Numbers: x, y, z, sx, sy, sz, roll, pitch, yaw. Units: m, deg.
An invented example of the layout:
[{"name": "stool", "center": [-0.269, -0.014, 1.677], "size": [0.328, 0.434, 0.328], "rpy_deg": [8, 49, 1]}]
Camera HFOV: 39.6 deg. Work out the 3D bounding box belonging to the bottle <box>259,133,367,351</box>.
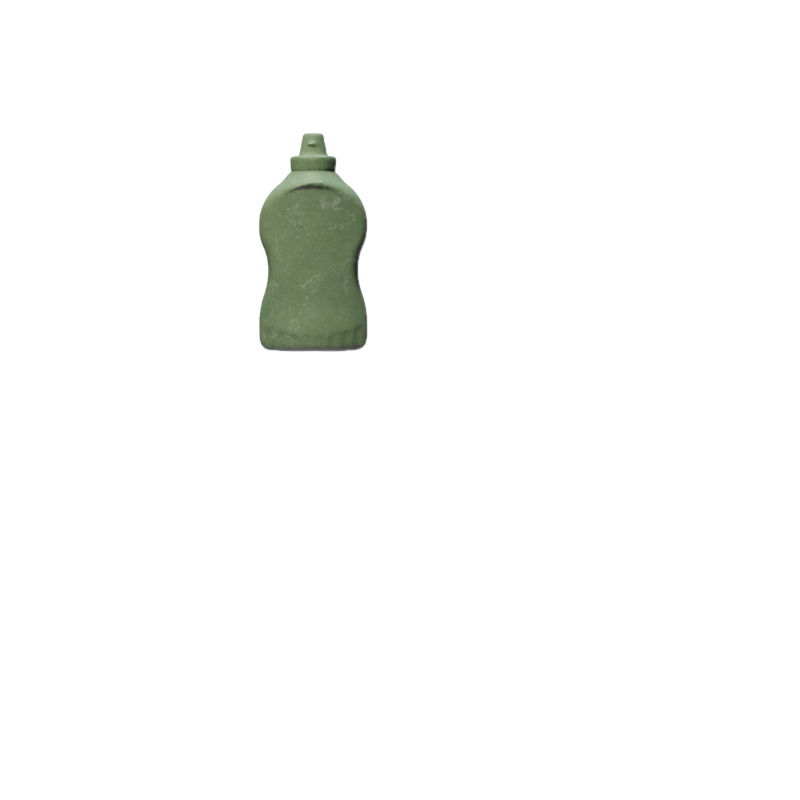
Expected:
[{"name": "bottle", "center": [-0.077, -0.141, 0.987], "size": [0.096, 0.191, 0.058], "rpy_deg": [0, 1, 1]}]
